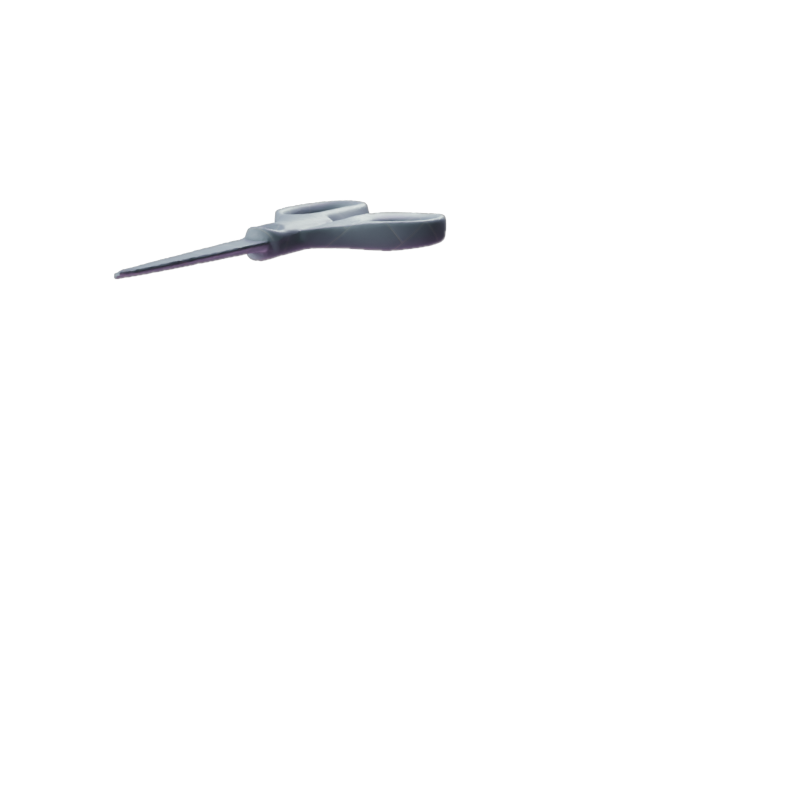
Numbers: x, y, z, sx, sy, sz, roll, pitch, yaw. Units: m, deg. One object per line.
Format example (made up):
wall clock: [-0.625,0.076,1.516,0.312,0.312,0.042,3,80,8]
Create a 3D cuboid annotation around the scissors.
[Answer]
scissors: [-0.039,-0.072,0.504,0.098,0.015,0.203,4,18,14]
